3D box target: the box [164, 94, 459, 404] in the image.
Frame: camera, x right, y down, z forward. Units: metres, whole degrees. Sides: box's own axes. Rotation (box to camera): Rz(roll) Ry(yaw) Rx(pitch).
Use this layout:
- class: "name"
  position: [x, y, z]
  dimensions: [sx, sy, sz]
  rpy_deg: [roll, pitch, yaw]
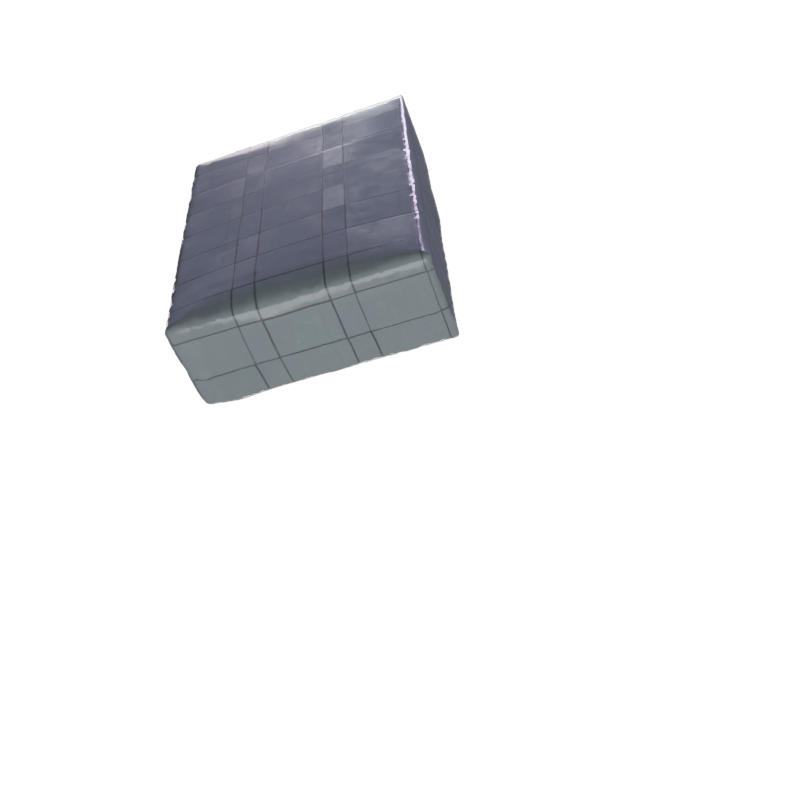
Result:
- class: "box"
  position: [-0.057, -0.105, 0.734]
  dimensions: [0.165, 0.067, 0.229]
  rpy_deg: [-17, 36, 9]
